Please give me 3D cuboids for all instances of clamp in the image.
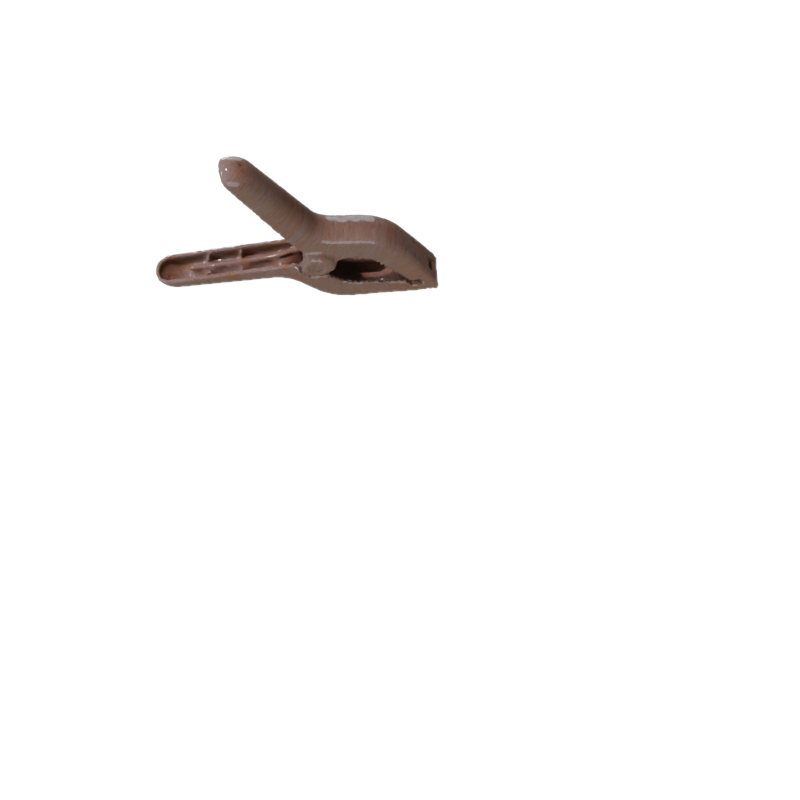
[{"bbox_3d":[-0.064,-0.117,0.817,0.205,0.038,0.159,7,-24,-16],"label":"clamp"}]
